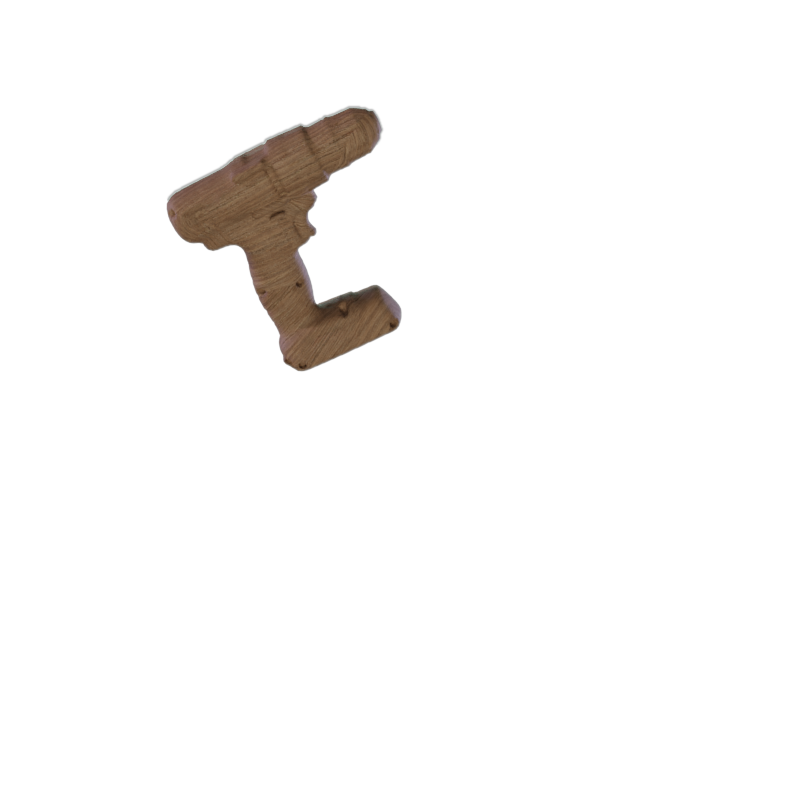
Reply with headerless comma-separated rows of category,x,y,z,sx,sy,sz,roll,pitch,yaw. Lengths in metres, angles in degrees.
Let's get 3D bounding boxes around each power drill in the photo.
power drill,-0.071,-0.129,0.904,0.185,0.178,0.060,-24,22,10
